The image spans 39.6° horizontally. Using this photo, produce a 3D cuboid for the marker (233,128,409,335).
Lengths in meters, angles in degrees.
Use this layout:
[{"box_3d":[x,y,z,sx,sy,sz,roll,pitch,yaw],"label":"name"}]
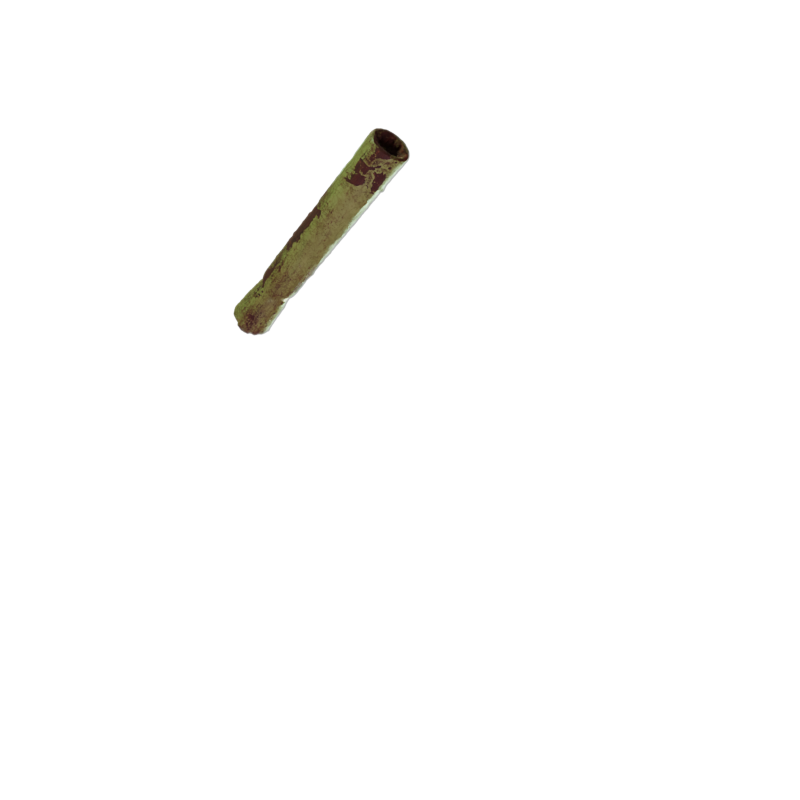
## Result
[{"box_3d":[-0.037,-0.068,0.473,0.019,0.021,0.118,-2,-34,-45],"label":"marker"}]
